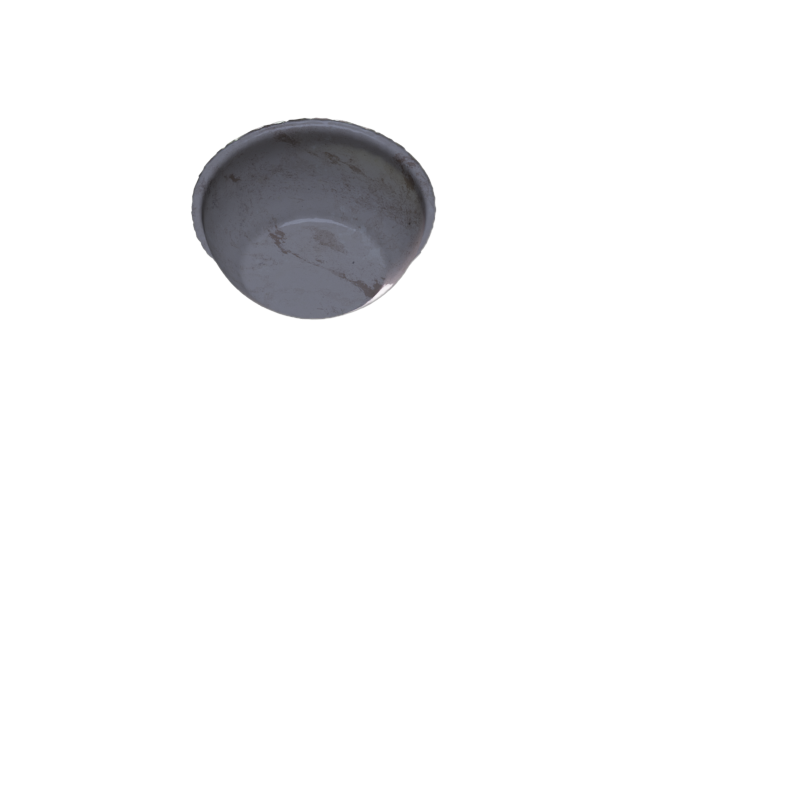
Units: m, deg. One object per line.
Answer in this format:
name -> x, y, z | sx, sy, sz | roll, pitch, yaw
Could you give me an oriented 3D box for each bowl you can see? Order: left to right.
bowl -> -0.056, -0.102, 0.713 | 0.162, 0.059, 0.151 | 1, -41, -1
